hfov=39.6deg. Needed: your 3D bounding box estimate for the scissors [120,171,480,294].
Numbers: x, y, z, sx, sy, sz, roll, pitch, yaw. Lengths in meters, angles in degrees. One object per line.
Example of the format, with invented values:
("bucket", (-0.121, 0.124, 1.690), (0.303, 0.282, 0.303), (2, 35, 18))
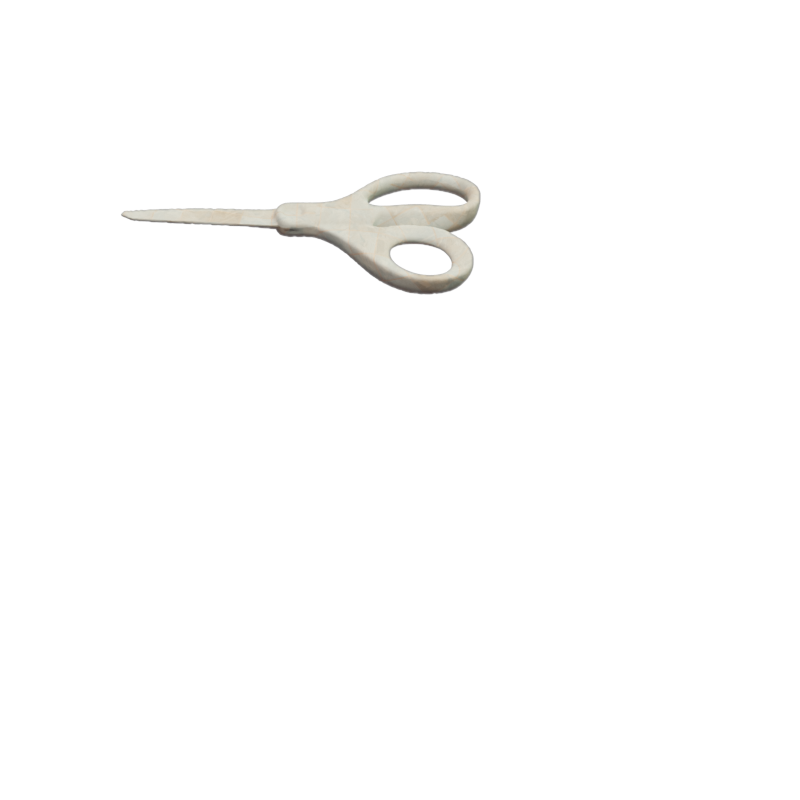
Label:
("scissors", (-0.048, -0.087, 0.611), (0.200, 0.104, 0.015), (-11, -41, -10))
